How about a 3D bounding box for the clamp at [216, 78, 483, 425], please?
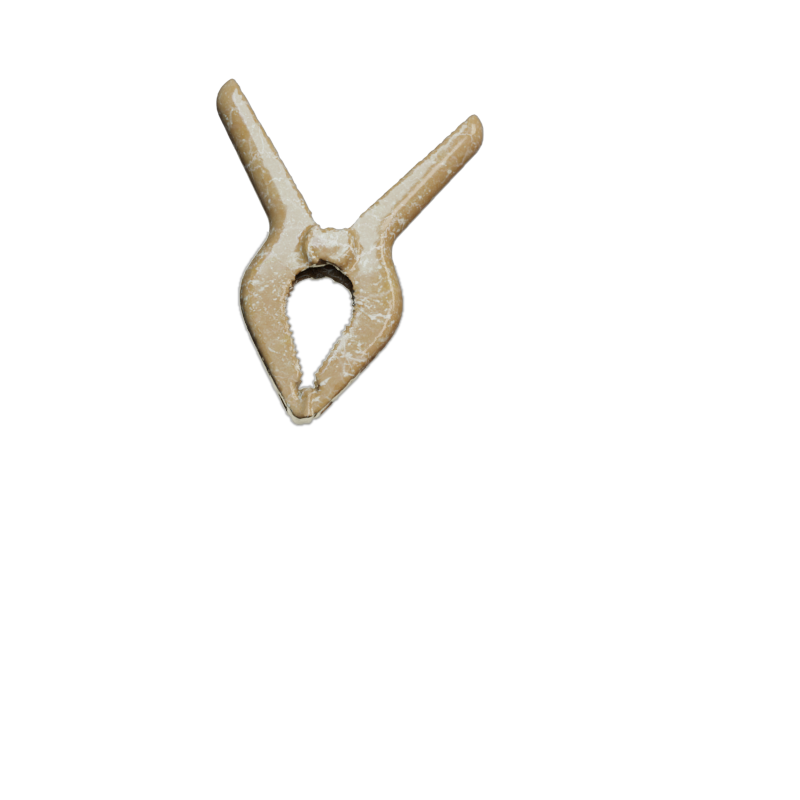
[{"bbox_3d":[-0.051,-0.094,0.655,0.166,0.217,0.035,14,-18,4],"label":"clamp"}]
